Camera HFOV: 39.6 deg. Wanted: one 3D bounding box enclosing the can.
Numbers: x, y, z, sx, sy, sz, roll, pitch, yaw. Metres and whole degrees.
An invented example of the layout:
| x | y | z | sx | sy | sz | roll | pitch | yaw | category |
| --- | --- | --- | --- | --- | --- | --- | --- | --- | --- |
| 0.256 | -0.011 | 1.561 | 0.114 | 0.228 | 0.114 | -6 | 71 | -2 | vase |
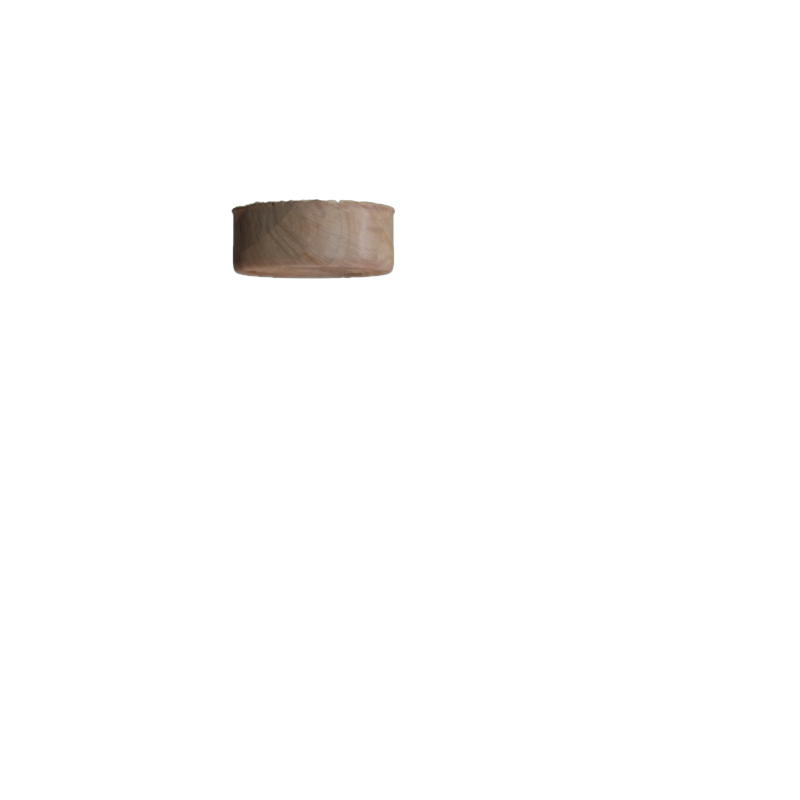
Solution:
| x | y | z | sx | sy | sz | roll | pitch | yaw | category |
| --- | --- | --- | --- | --- | --- | --- | --- | --- | --- |
| -0.045 | -0.083 | 0.581 | 0.086 | 0.034 | 0.086 | 0 | 1 | -2 | can |
